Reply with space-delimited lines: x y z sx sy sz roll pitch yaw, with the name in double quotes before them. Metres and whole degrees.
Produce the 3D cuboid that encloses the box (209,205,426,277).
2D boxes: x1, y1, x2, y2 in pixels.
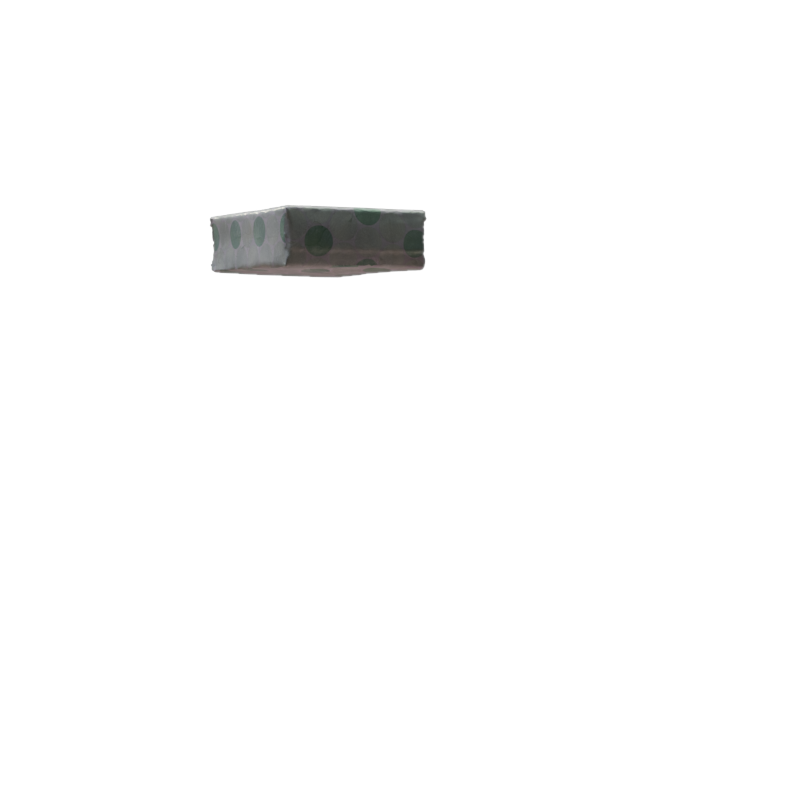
"box" -0.051 -0.094 0.657 0.087 0.039 0.117 -1 3 -30
